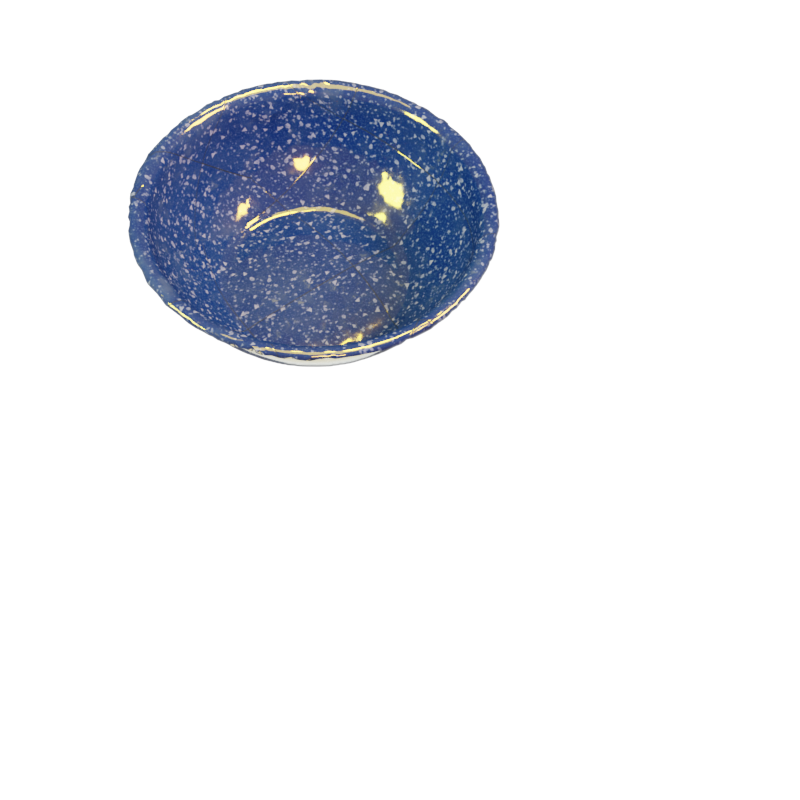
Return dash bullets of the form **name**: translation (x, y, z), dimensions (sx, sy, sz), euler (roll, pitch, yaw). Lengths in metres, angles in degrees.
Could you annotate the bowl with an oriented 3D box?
- **bowl**: translation (-0.039, -0.072, 0.503), dimensions (0.162, 0.174, 0.051), euler (-1, -37, -1)
